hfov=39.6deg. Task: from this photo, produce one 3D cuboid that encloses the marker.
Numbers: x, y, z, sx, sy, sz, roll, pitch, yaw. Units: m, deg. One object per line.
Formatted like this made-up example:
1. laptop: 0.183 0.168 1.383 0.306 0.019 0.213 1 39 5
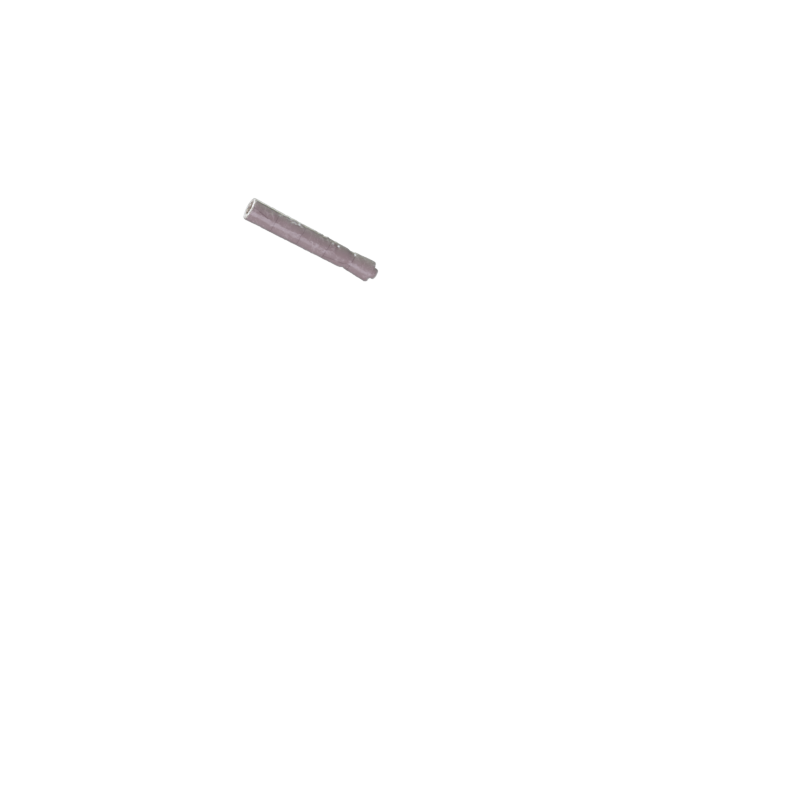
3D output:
1. marker: -0.070 -0.128 0.898 0.116 0.020 0.020 26 -6 -18
